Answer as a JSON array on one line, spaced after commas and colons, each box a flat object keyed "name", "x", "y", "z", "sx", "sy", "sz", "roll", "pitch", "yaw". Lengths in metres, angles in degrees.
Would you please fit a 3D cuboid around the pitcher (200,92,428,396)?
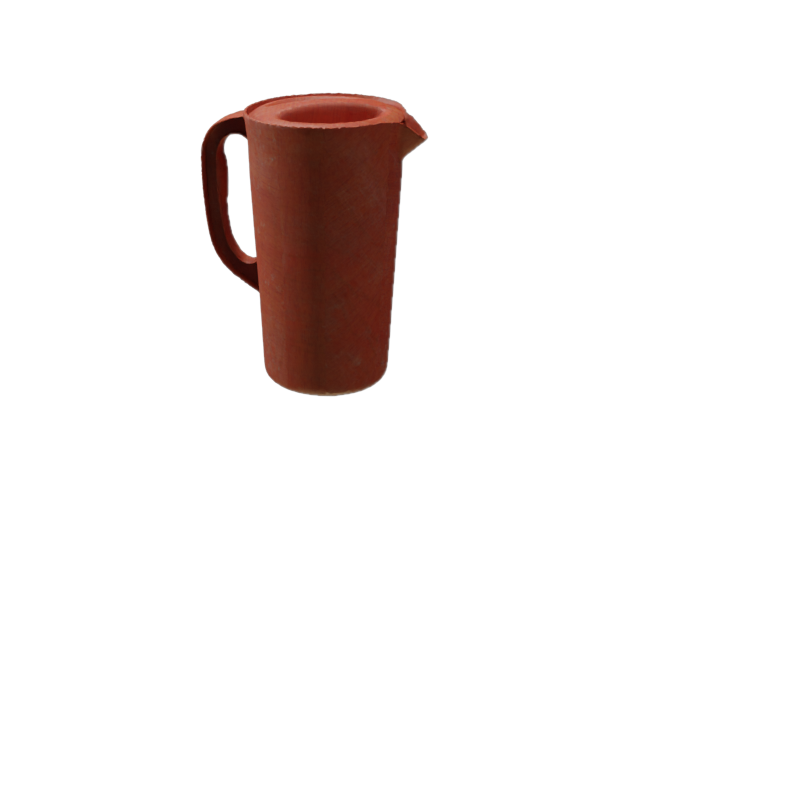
[{"name": "pitcher", "x": -0.073, "y": -0.133, "z": 0.934, "sx": 0.142, "sy": 0.232, "sz": 0.159, "roll": -13, "pitch": 26, "yaw": -32}]
